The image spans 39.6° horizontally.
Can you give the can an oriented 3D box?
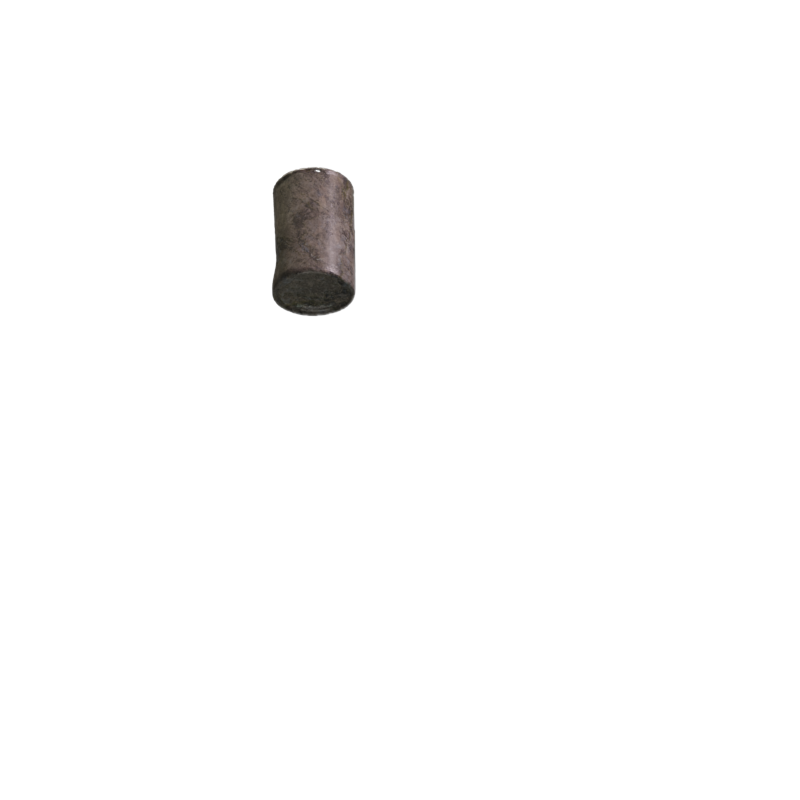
[{"bbox_3d":[-0.070,-0.128,0.896,0.068,0.109,0.064,-1,-31,-2],"label":"can"}]
